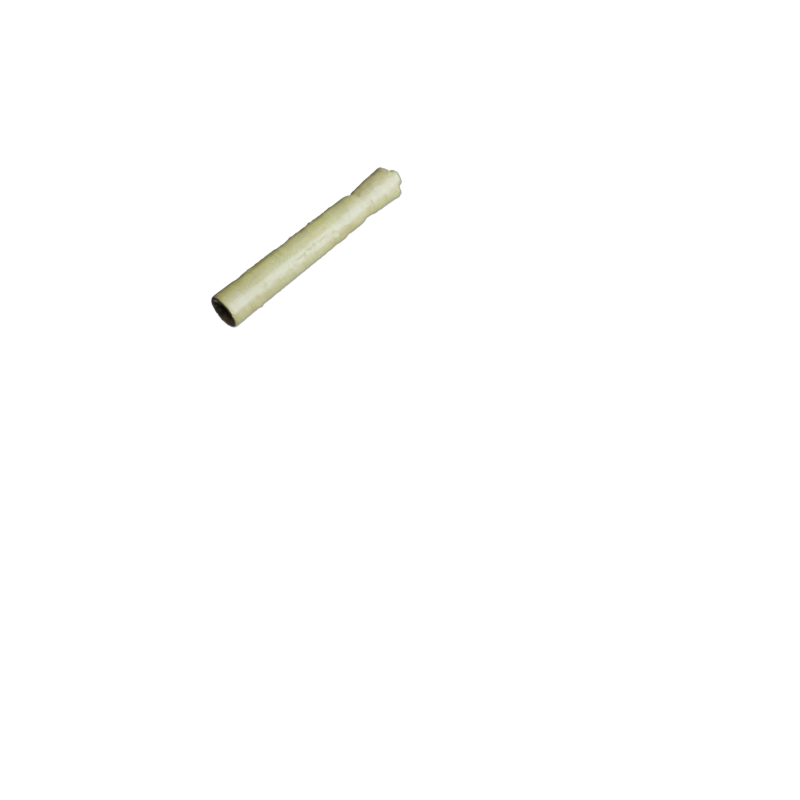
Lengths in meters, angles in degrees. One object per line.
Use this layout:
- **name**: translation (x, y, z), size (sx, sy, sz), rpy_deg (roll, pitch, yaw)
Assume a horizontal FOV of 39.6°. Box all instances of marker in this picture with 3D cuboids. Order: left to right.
- **marker**: translation (-0.044, -0.080, 0.558), size (0.122, 0.019, 0.020), rpy_deg (-42, 23, -23)
